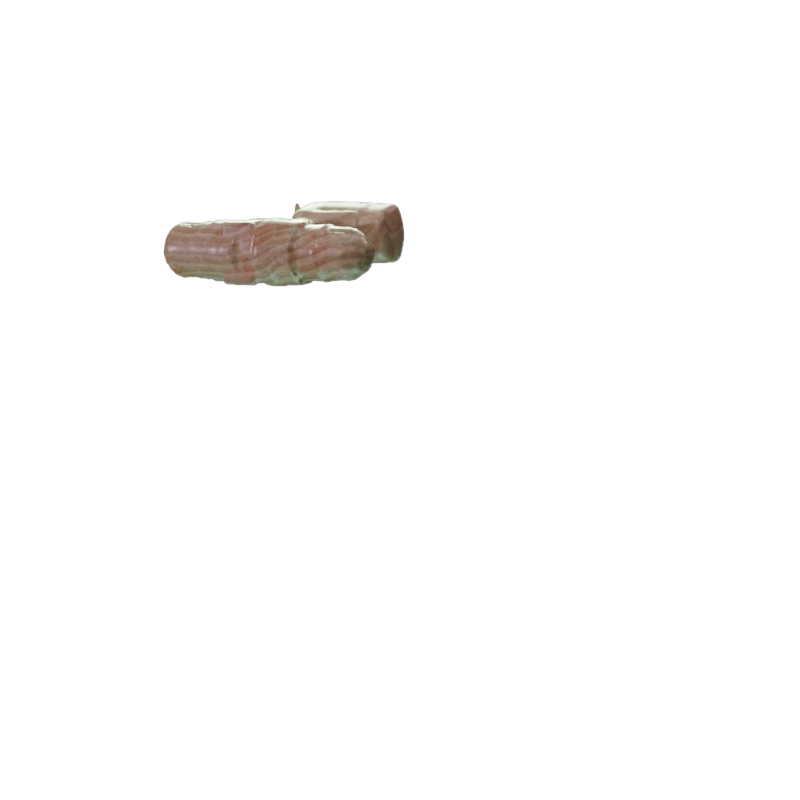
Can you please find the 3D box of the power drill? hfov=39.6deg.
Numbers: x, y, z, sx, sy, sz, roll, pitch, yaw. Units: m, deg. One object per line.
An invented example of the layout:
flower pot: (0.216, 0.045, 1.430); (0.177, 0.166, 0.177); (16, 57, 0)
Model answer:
power drill: (-0.071, -0.130, 0.910); (0.192, 0.056, 0.184); (7, 14, 29)
